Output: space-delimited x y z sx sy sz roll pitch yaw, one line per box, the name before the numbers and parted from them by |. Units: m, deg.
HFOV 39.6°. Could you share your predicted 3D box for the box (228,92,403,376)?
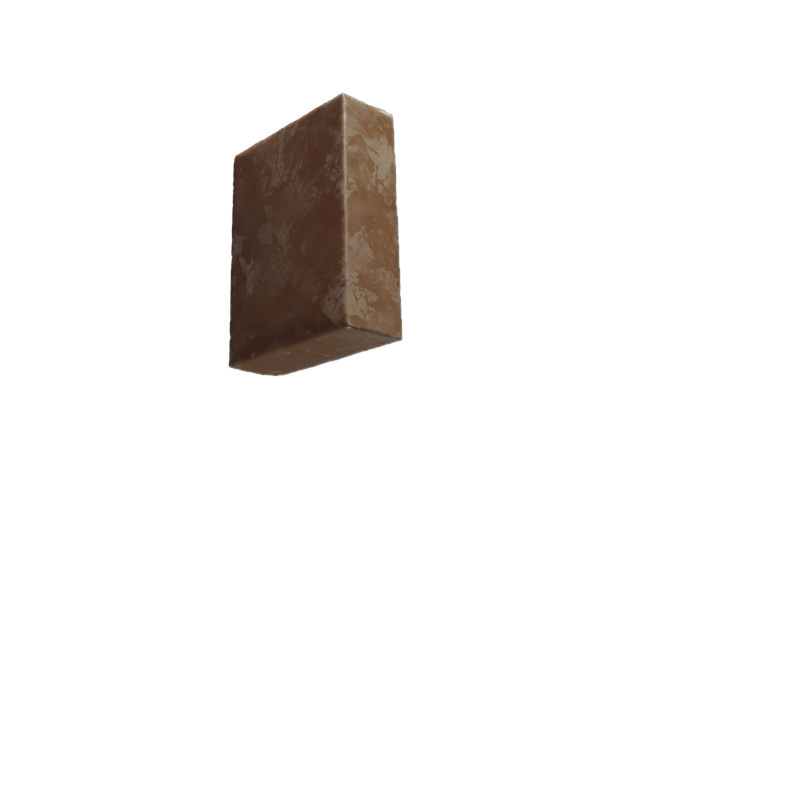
box | -0.078 -0.141 0.991 0.068 0.224 0.166 17 -26 -40
